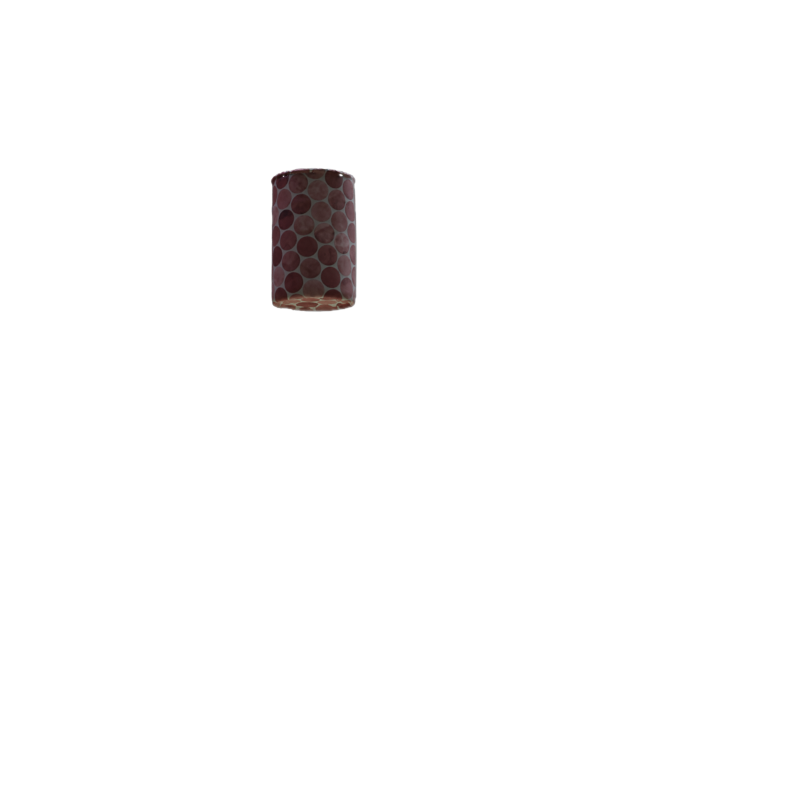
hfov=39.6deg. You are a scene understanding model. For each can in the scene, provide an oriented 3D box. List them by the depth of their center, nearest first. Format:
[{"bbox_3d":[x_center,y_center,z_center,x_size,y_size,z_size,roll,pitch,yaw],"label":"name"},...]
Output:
[{"bbox_3d":[-0.069,-0.125,0.878,0.068,0.105,0.067,0,-10,-2],"label":"can"}]
